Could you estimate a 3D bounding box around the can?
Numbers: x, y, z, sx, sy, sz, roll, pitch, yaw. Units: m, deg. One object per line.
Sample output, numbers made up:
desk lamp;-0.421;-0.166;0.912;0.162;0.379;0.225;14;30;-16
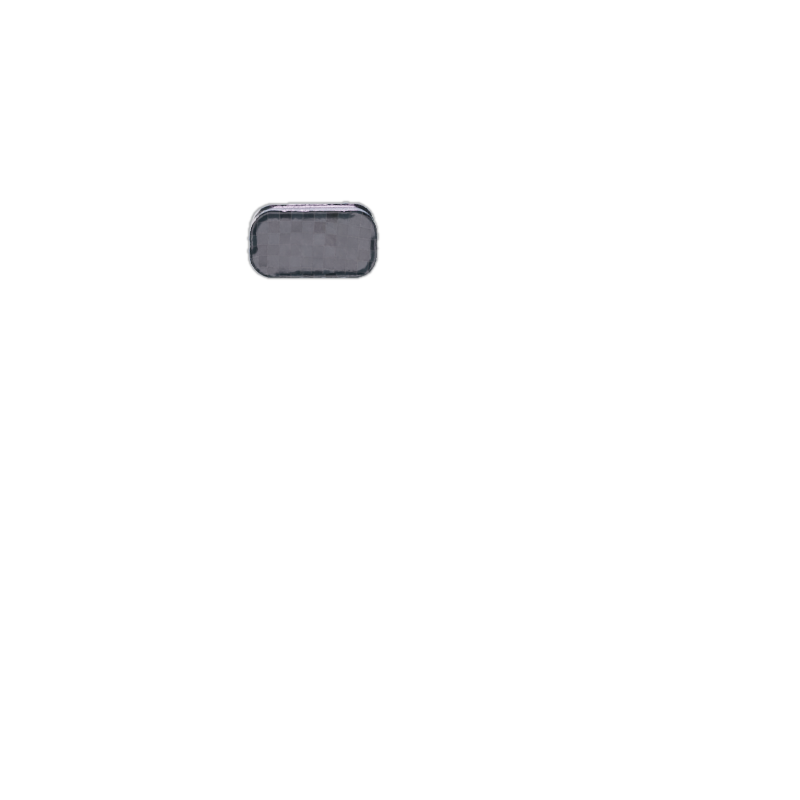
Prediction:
can;-0.068;-0.123;0.862;0.102;0.057;0.085;-1;9;-2
